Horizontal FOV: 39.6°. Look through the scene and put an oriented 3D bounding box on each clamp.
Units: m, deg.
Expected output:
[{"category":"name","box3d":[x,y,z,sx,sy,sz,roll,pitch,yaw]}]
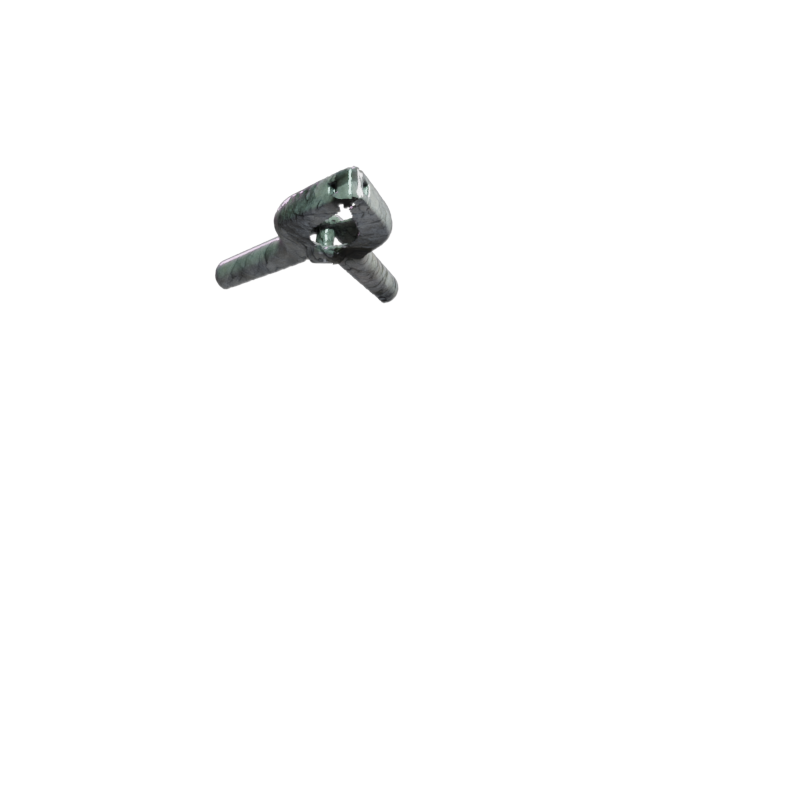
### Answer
[{"category":"clamp","box3d":[-0.072,-0.131,0.916,0.163,0.038,0.201,2,-19,-6]}]
